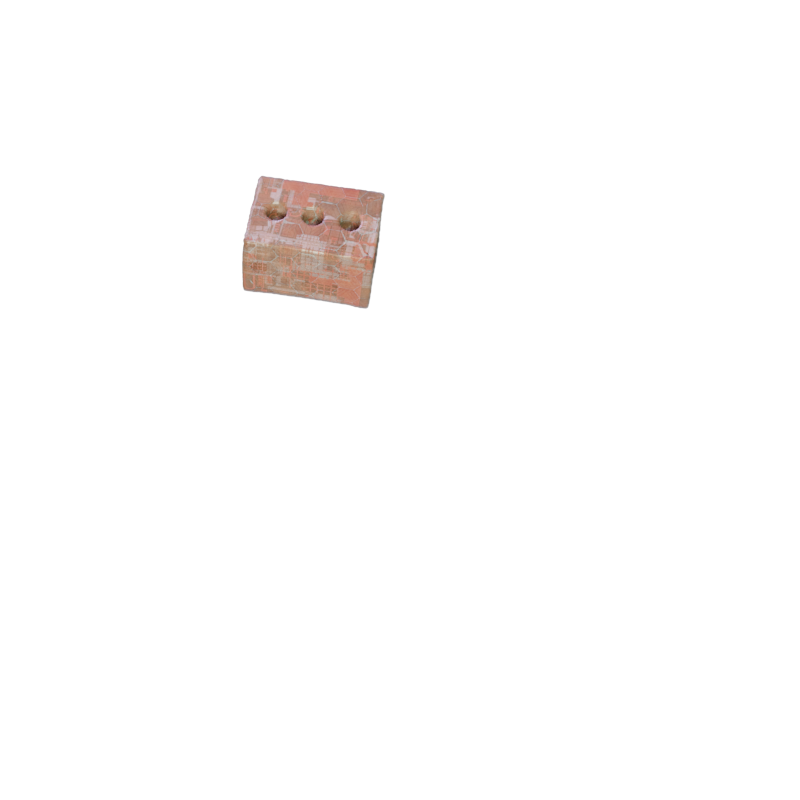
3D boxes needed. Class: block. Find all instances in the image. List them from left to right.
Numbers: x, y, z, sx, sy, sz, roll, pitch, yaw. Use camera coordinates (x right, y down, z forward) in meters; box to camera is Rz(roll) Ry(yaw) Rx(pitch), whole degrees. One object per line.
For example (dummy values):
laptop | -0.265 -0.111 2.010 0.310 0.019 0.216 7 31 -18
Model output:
block | -0.052 -0.095 0.662 0.079 0.056 0.048 8 -33 4
